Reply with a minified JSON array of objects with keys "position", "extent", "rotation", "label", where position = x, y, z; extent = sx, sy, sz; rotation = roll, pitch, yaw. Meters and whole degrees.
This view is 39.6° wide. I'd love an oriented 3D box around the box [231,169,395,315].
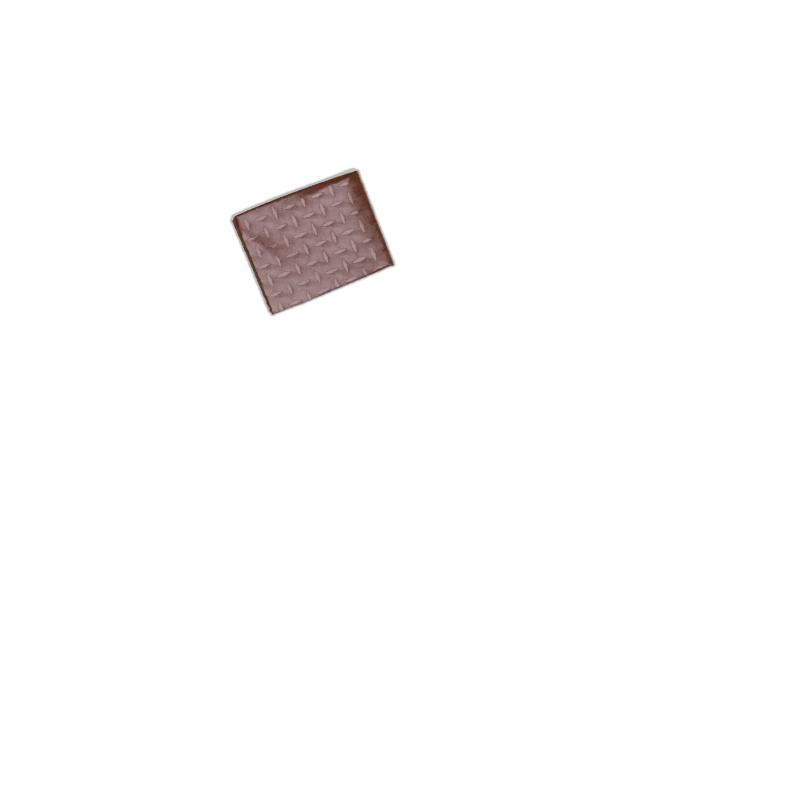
[{"position":[-0.072,-0.132,0.923],"extent":[0.113,0.089,0.039],"rotation":[-21,3,0],"label":"box"}]
